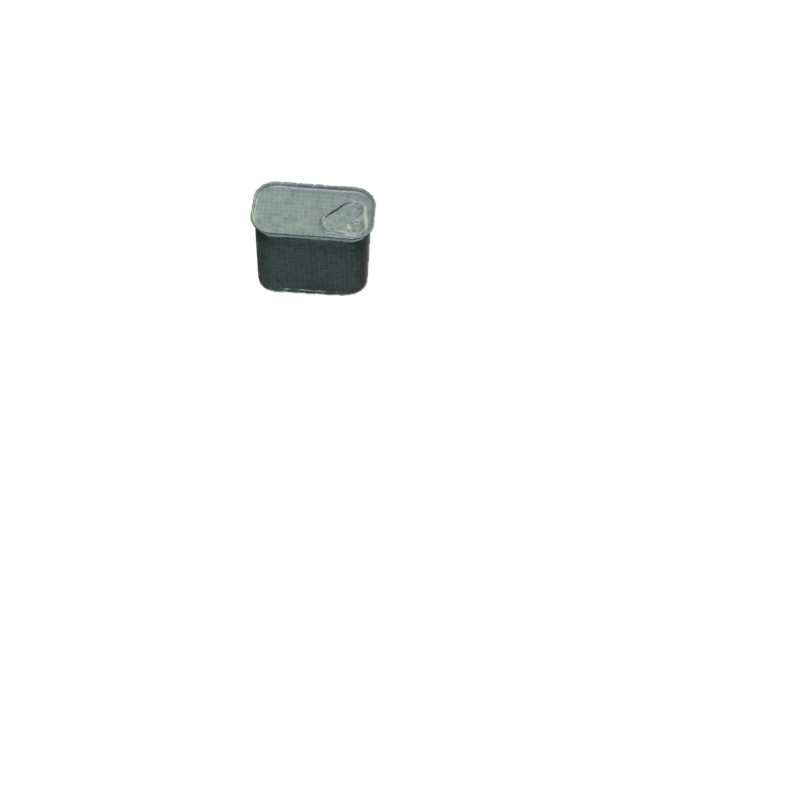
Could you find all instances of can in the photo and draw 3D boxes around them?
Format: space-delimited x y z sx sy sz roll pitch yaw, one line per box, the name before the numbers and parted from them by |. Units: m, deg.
can | -0.074 -0.135 0.942 0.102 0.061 0.078 4 -36 2
